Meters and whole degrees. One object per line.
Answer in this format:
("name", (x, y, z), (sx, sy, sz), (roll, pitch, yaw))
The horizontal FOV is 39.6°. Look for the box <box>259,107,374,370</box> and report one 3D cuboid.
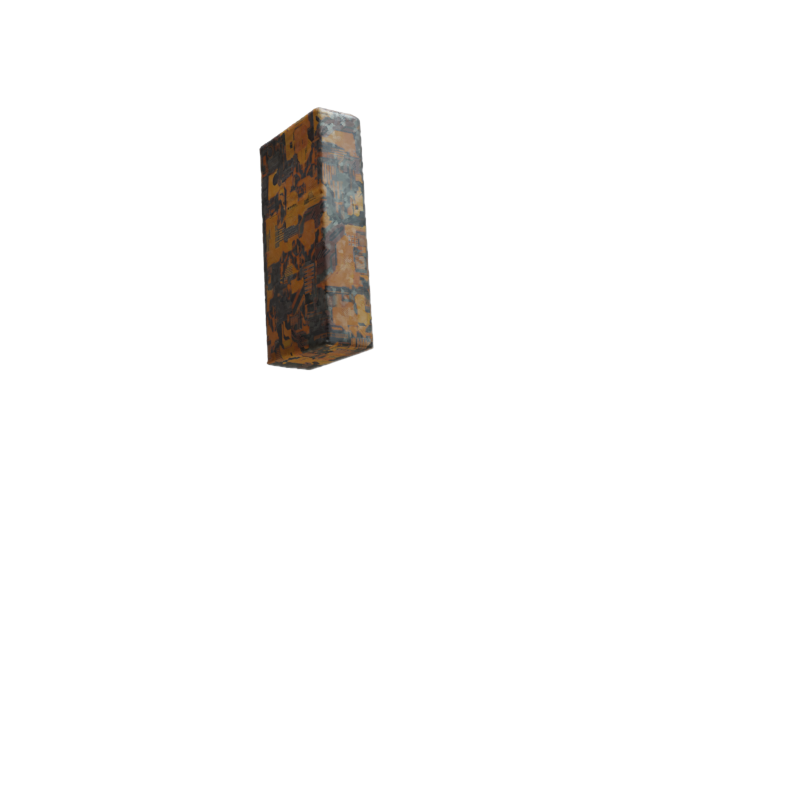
("box", (-0.064, -0.117, 0.819), (0.046, 0.183, 0.094), (9, -18, -33))
